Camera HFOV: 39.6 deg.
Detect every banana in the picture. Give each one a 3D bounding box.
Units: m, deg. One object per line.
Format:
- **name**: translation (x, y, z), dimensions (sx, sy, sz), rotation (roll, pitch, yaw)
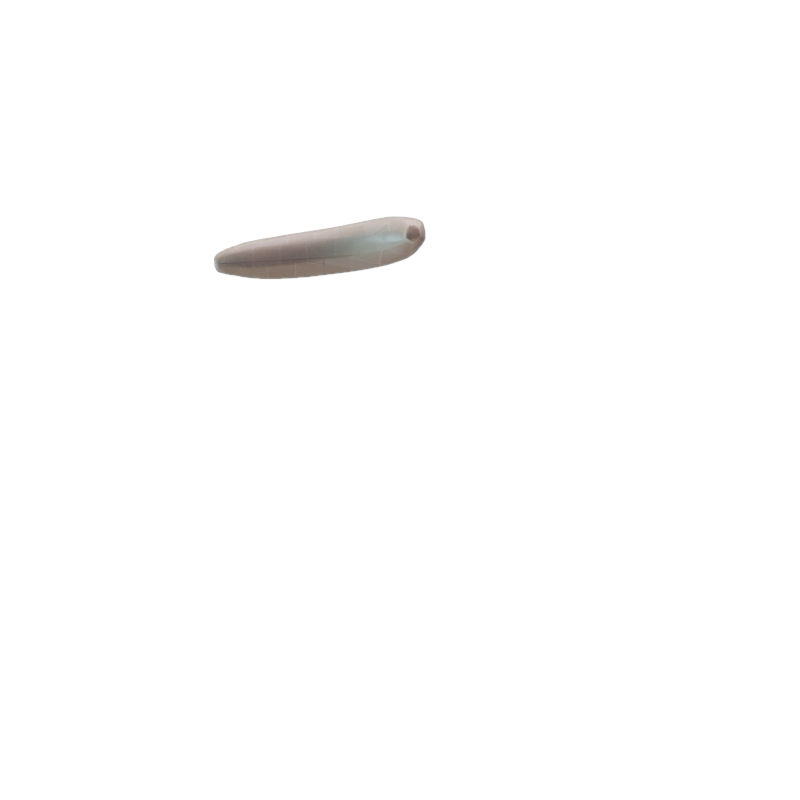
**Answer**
- **banana**: translation (-0.055, -0.122, 0.881), dimensions (0.203, 0.038, 0.066), rotation (-6, -11, 34)
